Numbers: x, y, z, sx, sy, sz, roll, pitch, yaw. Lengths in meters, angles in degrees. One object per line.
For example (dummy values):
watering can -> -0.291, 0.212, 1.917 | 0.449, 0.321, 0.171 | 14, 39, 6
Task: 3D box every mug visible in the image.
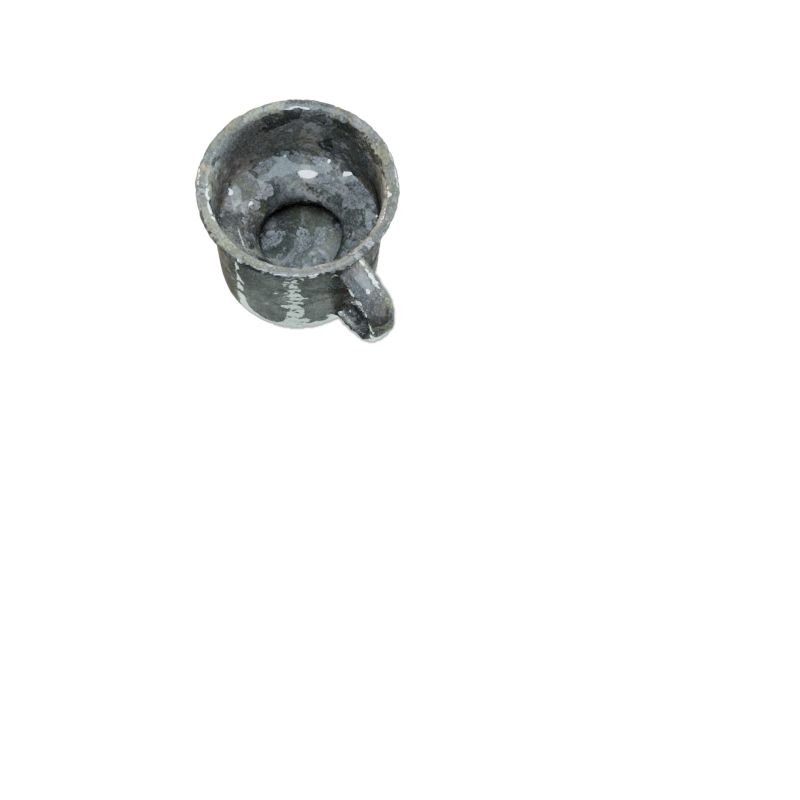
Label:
mug -> -0.042, -0.077, 0.536 | 0.094, 0.123, 0.077 | -36, -17, -15
